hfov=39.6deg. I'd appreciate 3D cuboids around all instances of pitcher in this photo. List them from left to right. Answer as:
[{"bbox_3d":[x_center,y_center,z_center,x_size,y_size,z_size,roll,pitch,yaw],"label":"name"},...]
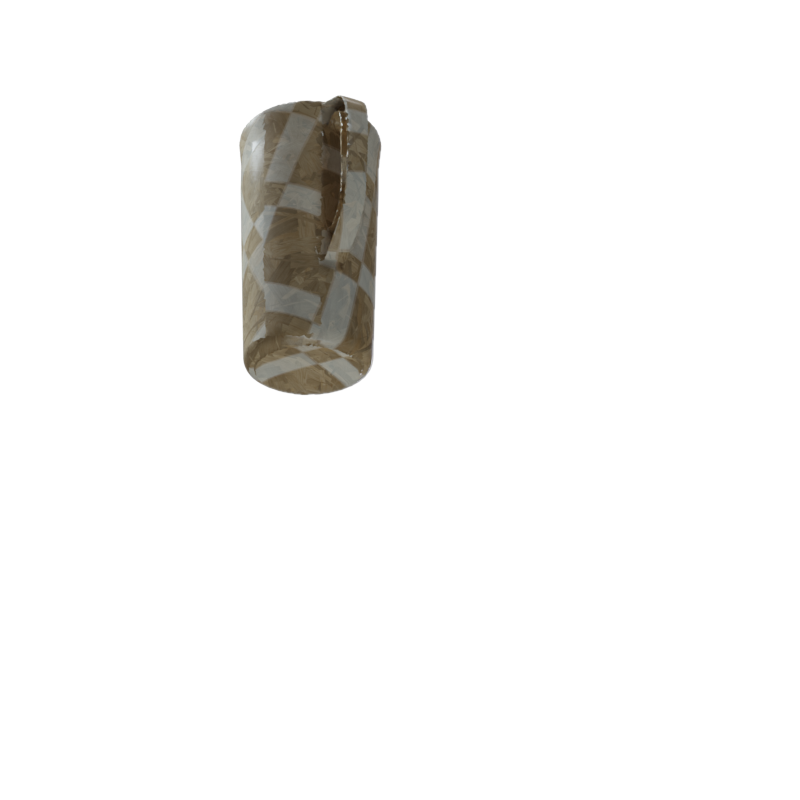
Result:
[{"bbox_3d":[-0.076,-0.138,0.968,0.147,0.259,0.138,-11,-32,15],"label":"pitcher"}]
